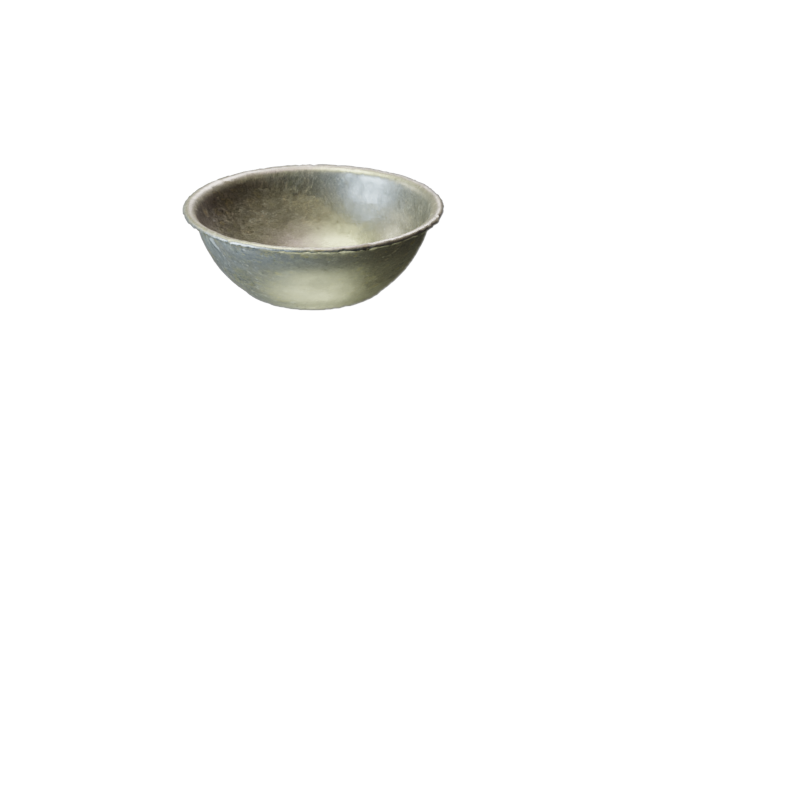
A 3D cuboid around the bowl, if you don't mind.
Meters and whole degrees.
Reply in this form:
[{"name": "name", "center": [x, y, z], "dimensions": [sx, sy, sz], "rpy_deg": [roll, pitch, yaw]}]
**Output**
[{"name": "bowl", "center": [-0.055, -0.100, 0.698], "dimensions": [0.162, 0.052, 0.171], "rpy_deg": [-1, 27, -2]}]
